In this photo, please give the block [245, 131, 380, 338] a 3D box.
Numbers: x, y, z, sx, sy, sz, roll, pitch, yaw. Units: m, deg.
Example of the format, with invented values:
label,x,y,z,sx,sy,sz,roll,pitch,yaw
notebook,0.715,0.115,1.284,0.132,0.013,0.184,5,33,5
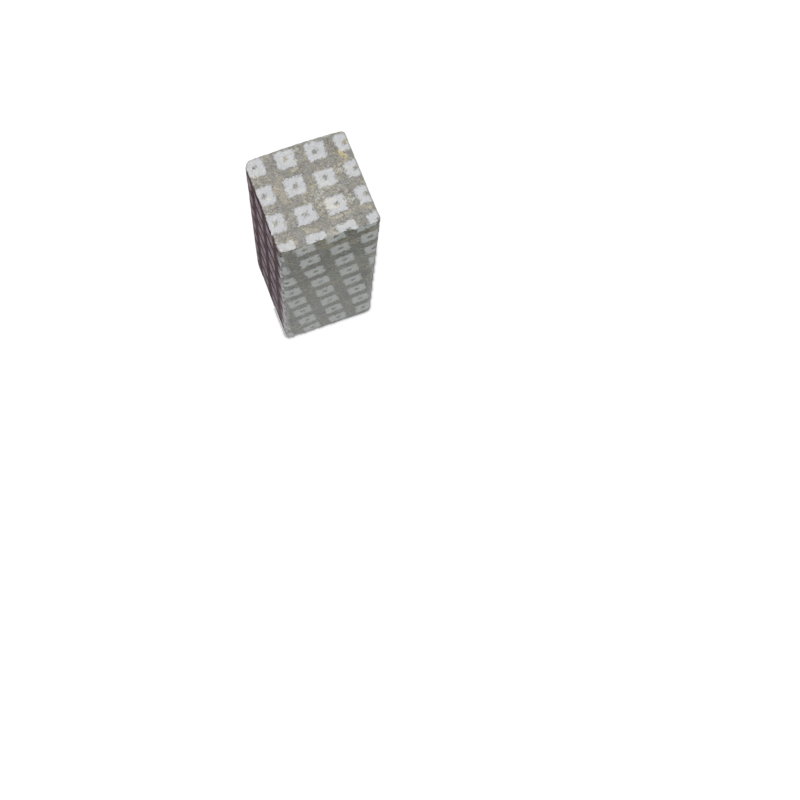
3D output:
label,x,y,z,sx,sy,sz,roll,pitch,yaw
block,-0.079,-0.142,0.994,0.090,0.095,0.197,-19,-16,-9
